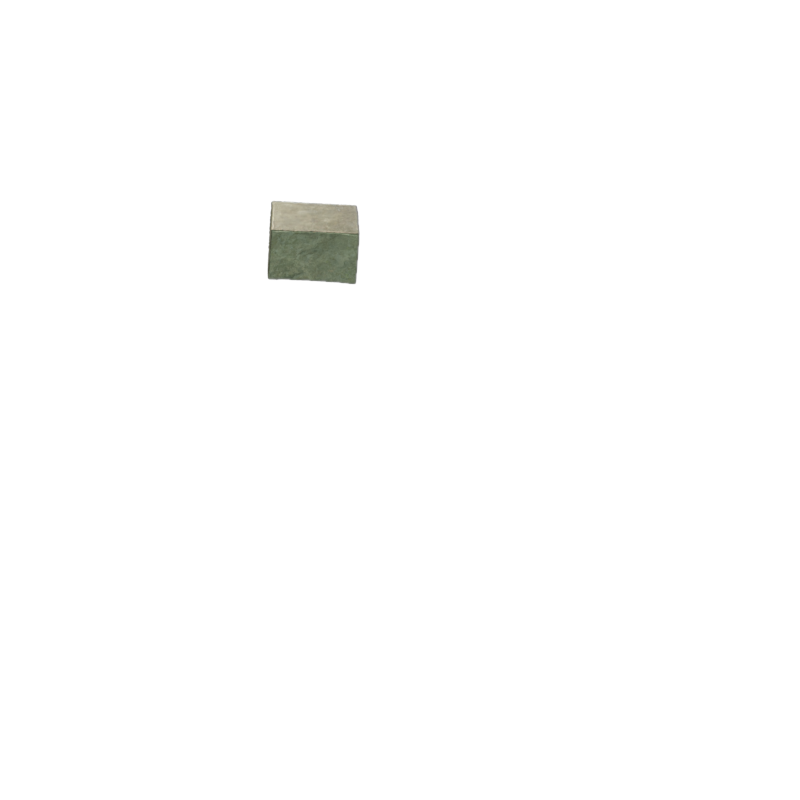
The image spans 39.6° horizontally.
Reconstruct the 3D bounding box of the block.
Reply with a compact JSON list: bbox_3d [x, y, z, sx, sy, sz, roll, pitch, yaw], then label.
[{"bbox_3d":[-0.075,-0.138,0.964,0.078,0.050,0.055,4,35,-4],"label":"block"}]
